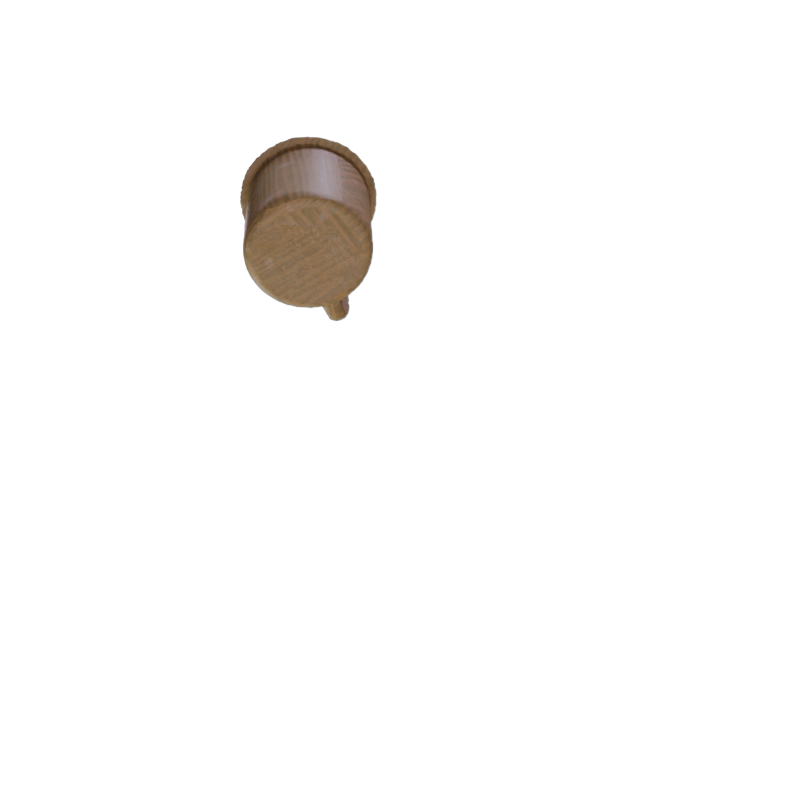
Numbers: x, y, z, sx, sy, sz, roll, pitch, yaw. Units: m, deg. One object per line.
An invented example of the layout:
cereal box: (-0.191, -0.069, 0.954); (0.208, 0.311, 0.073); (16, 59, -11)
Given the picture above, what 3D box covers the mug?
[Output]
mug: (-0.057, -0.104, 0.726); (0.094, 0.110, 0.087); (-13, 31, 6)
